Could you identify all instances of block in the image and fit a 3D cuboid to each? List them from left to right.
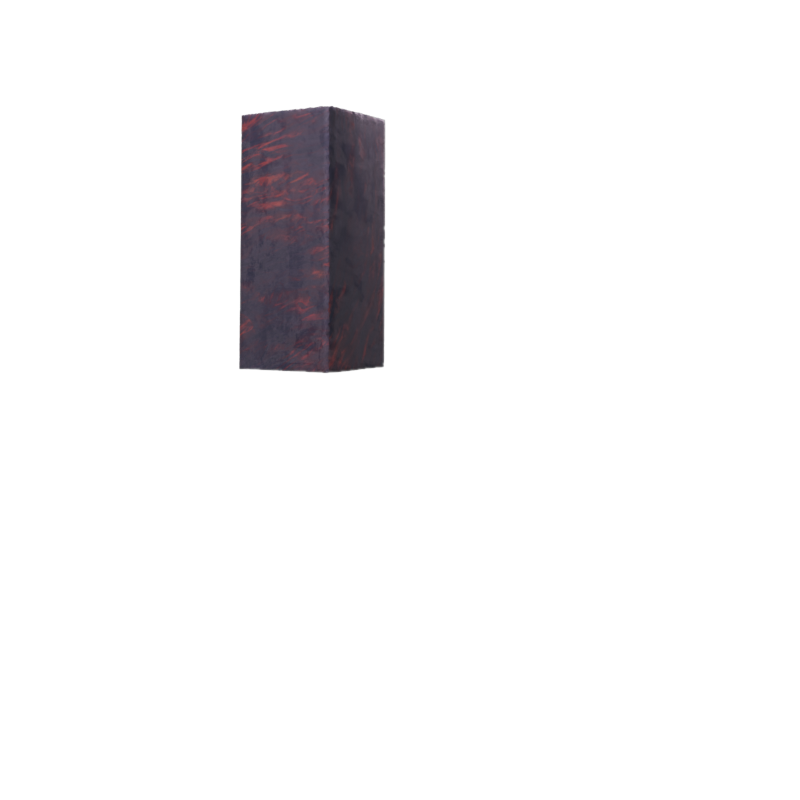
[{"bbox_3d":[-0.071,-0.130,0.908,0.094,0.207,0.087,-1,-2,32],"label":"block"}]
